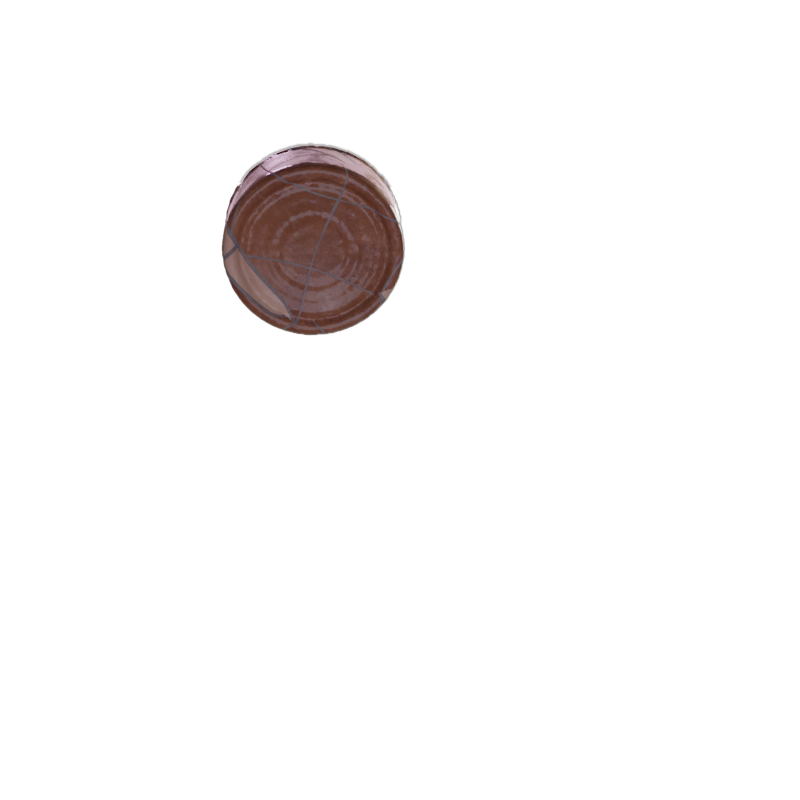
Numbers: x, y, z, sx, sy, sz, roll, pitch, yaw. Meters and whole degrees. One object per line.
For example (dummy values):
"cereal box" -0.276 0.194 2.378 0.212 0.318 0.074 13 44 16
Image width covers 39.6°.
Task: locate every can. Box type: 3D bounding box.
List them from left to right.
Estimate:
"can" -0.041 -0.075 0.522 0.086 0.082 0.035 0 22 -1
